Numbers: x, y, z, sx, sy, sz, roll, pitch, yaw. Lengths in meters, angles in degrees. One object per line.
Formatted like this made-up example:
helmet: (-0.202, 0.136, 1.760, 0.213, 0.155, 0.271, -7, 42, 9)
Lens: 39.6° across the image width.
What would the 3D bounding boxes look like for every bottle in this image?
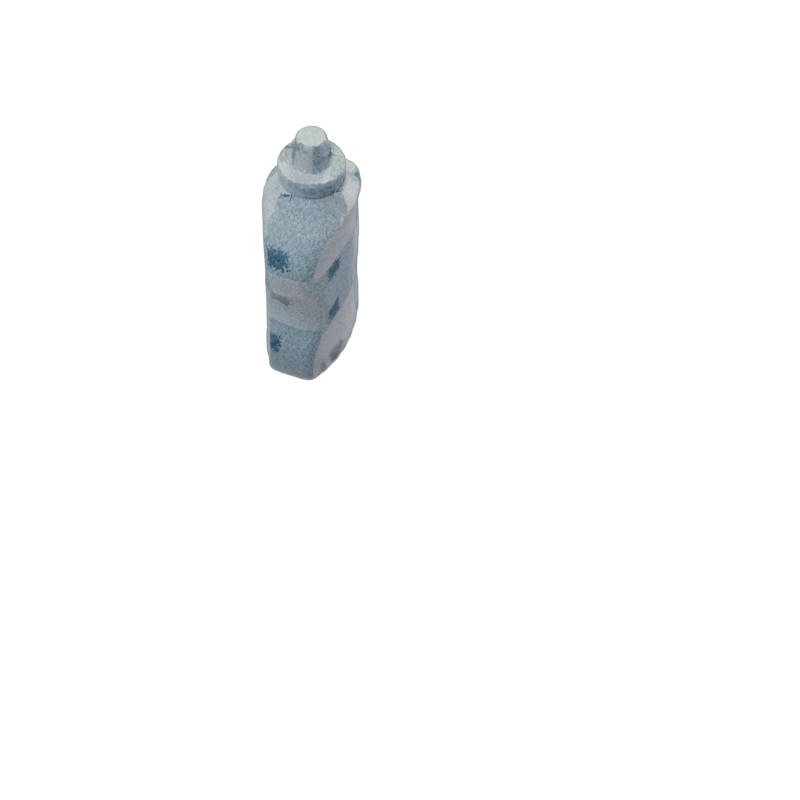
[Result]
bottle: (-0.056, -0.101, 0.709, 0.060, 0.100, 0.179, 18, -34, 8)
